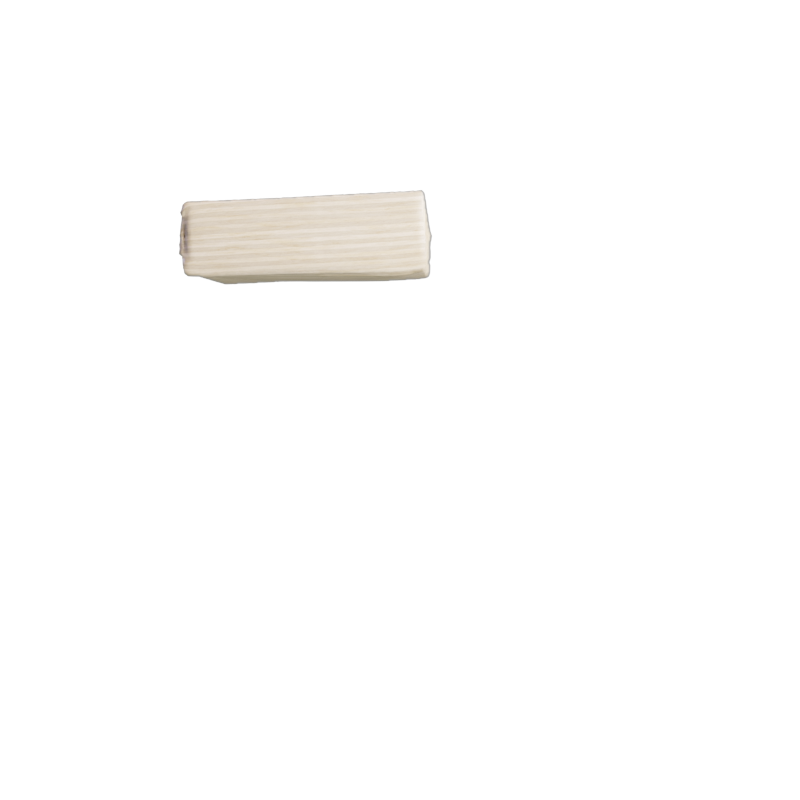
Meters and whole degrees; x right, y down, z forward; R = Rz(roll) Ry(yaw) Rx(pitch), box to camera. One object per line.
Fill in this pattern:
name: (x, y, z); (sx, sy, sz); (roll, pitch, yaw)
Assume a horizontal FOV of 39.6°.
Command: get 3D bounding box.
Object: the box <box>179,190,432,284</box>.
box: (-0.042, -0.077, 0.538); (0.114, 0.039, 0.089); (0, 3, 5)
